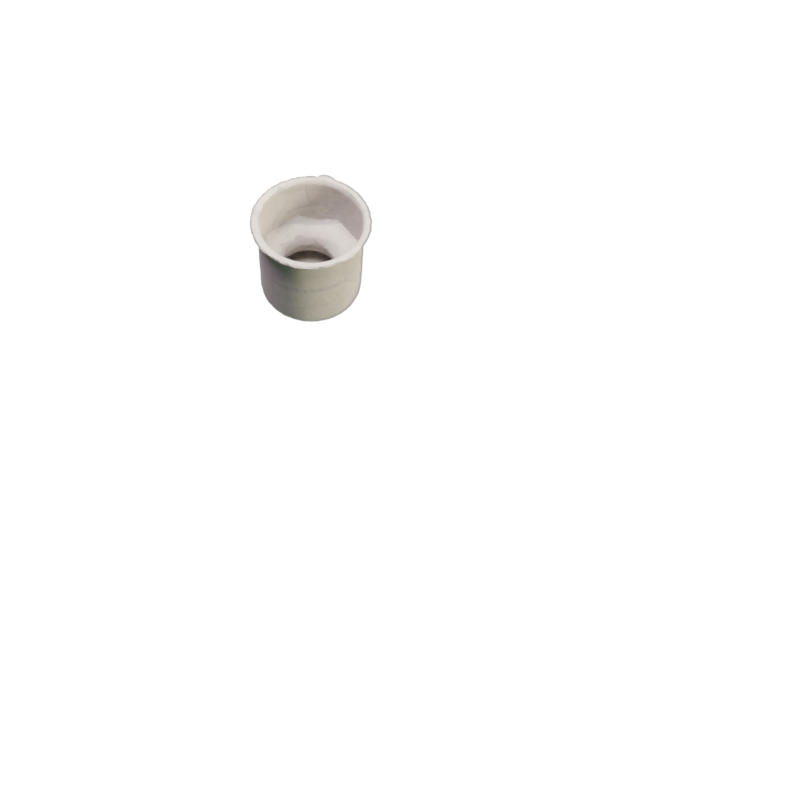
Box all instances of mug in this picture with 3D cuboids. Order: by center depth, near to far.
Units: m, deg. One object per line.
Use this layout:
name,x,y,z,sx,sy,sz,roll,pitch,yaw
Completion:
mug,-0.069,-0.126,0.882,0.094,0.125,0.076,6,-36,3
